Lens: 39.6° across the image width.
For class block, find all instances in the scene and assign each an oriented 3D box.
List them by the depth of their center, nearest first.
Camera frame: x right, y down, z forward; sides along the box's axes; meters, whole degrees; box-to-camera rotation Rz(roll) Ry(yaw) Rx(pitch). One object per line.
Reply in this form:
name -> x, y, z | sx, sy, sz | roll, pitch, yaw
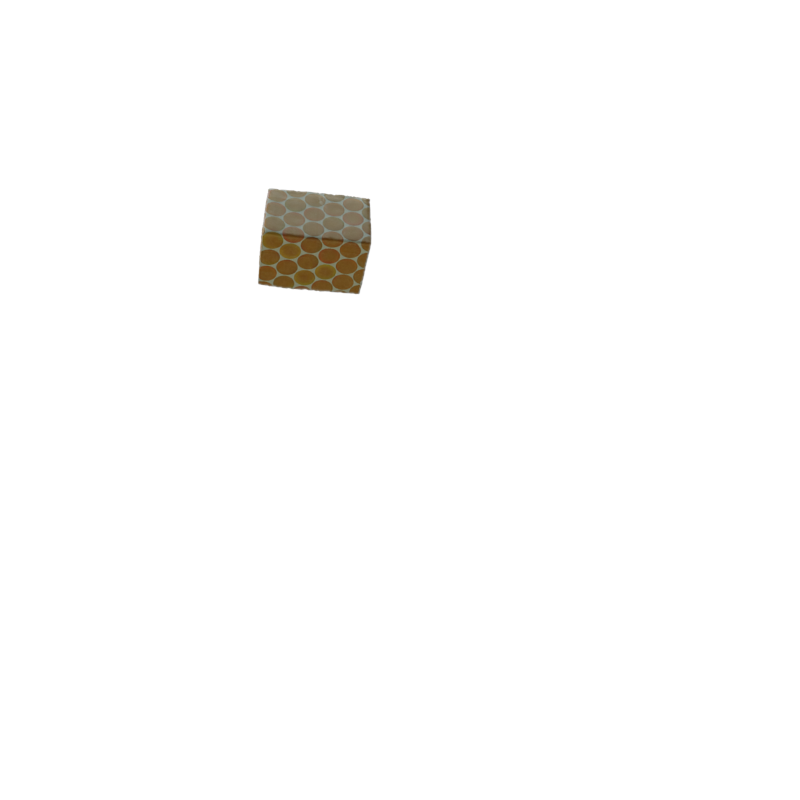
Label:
block -> -0.063, -0.115, 0.807 | 0.077, 0.055, 0.050 | 5, -45, -7
